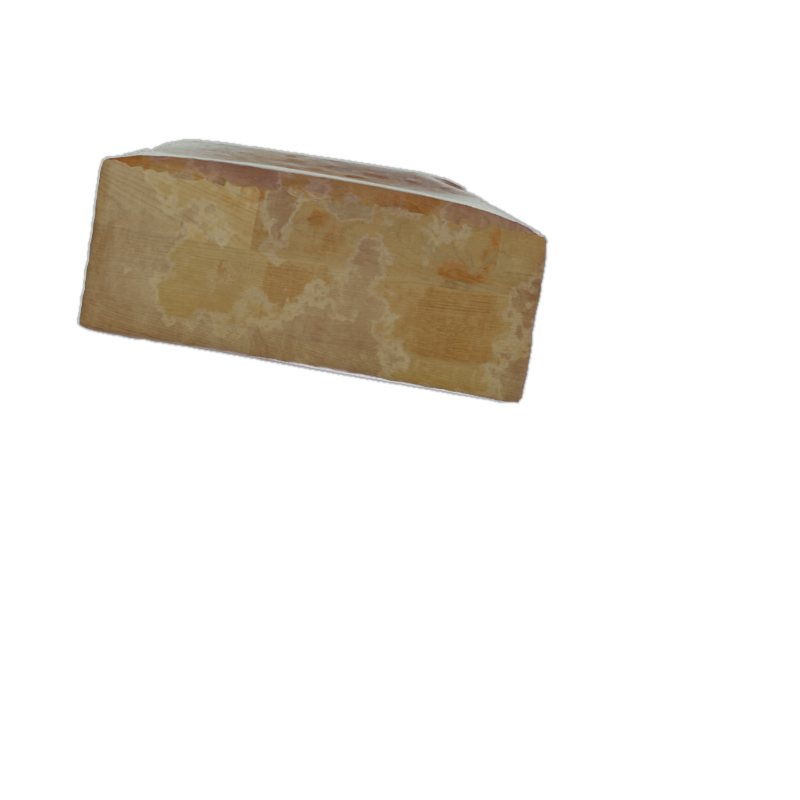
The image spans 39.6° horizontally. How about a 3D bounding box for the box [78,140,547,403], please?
[{"bbox_3d":[-0.039,-0.071,0.495,0.163,0.070,0.220,9,14,-5],"label":"box"}]
